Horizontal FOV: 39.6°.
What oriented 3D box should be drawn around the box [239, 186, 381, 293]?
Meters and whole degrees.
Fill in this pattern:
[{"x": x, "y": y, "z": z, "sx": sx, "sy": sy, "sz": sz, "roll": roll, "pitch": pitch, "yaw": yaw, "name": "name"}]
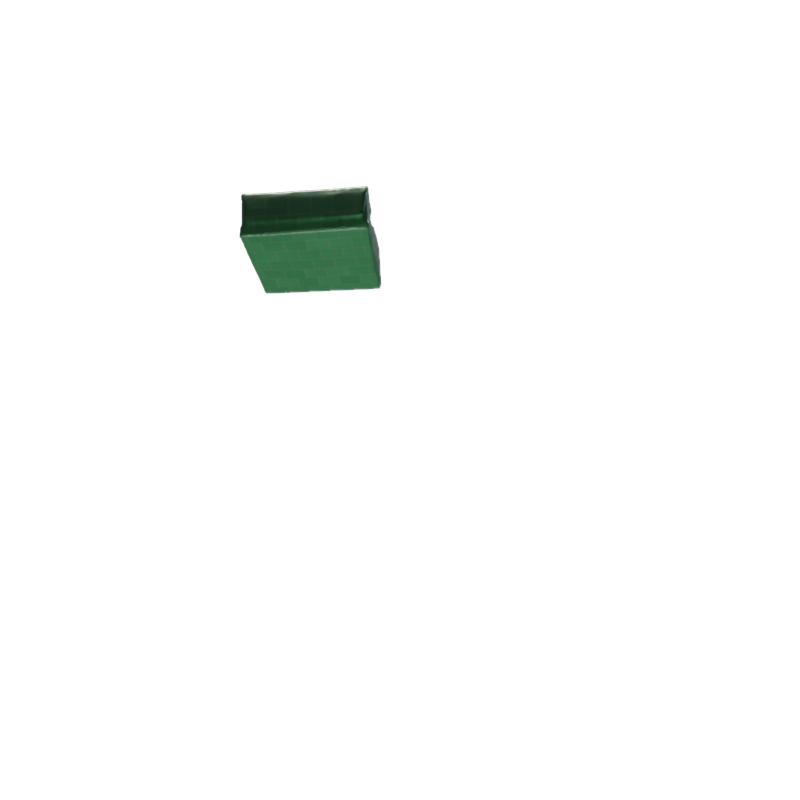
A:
[{"x": -0.051, "y": -0.094, "z": 0.656, "sx": 0.074, "sy": 0.032, "sz": 0.084, "roll": -2, "pitch": -20, "yaw": 5, "name": "box"}]
